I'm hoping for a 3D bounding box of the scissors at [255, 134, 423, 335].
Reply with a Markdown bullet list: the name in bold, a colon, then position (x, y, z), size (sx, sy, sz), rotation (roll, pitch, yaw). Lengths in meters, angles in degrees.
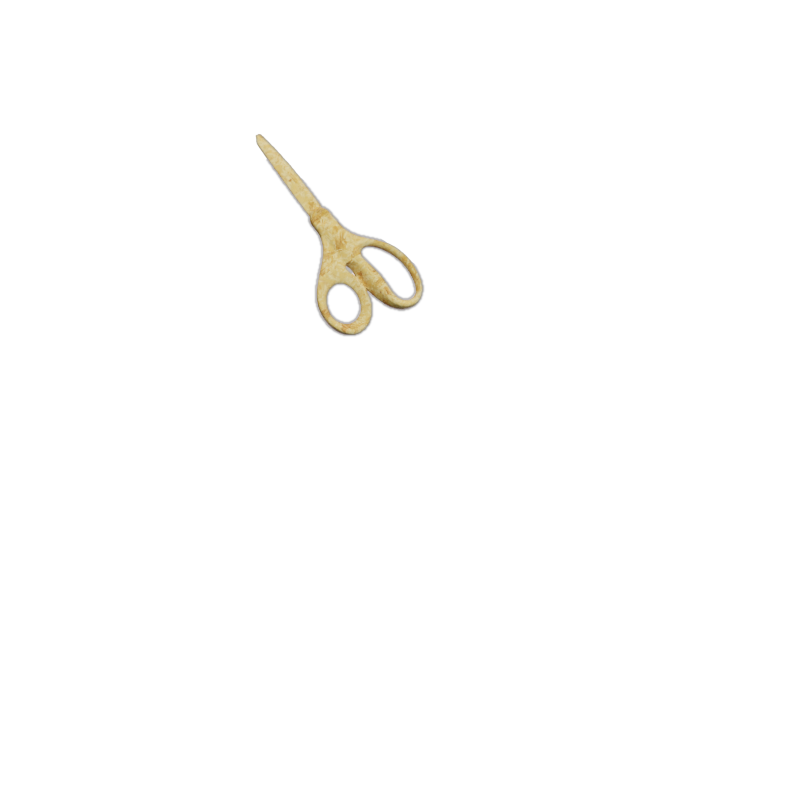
- **scissors**: position (-0.073, -0.133, 0.932), size (0.208, 0.097, 0.015), rotation (38, -15, 12)
